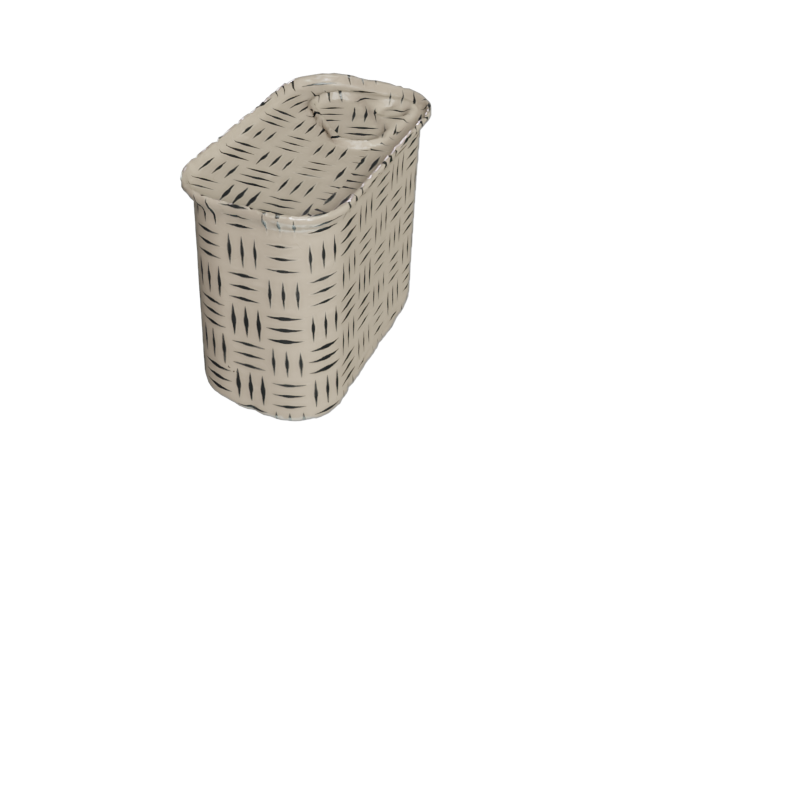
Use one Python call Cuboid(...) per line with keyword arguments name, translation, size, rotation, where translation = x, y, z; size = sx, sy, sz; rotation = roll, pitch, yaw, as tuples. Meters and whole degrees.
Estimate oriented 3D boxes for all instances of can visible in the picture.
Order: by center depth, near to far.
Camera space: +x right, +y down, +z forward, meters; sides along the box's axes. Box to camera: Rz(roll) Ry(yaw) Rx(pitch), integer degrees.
Cuboid(name="can", translation=(-0.031, -0.056, 0.391), size=(0.059, 0.078, 0.105), rotation=(15, 39, 17))
